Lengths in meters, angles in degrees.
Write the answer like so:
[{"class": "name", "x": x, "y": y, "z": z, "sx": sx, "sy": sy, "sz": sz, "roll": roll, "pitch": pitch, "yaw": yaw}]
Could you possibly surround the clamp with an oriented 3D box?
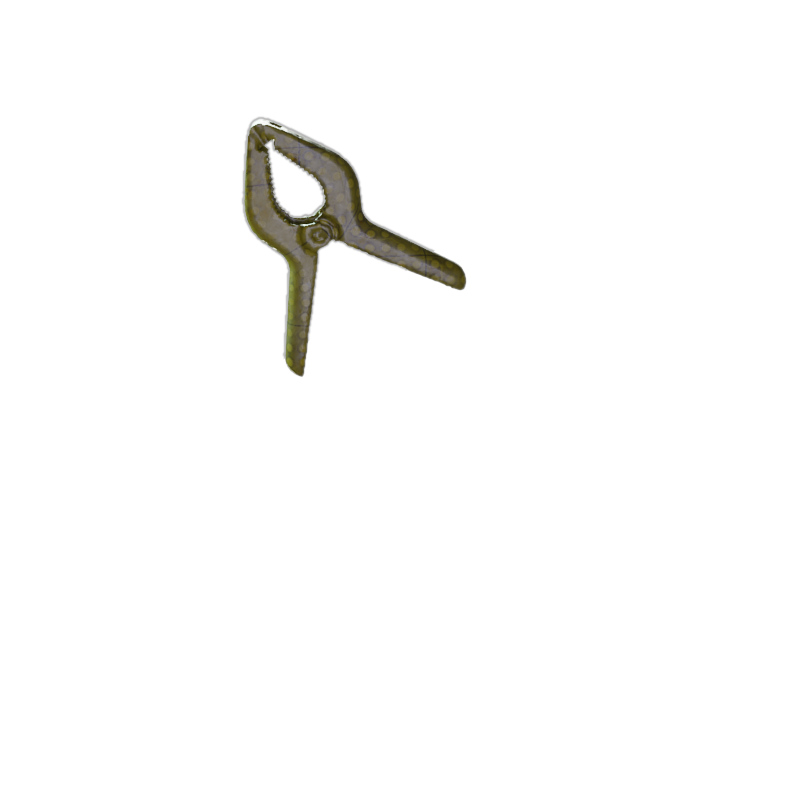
[{"class": "clamp", "x": -0.070, "y": -0.127, "z": 0.893, "sx": 0.164, "sy": 0.203, "sz": 0.038, "roll": -36, "pitch": 13, "yaw": 10}]
